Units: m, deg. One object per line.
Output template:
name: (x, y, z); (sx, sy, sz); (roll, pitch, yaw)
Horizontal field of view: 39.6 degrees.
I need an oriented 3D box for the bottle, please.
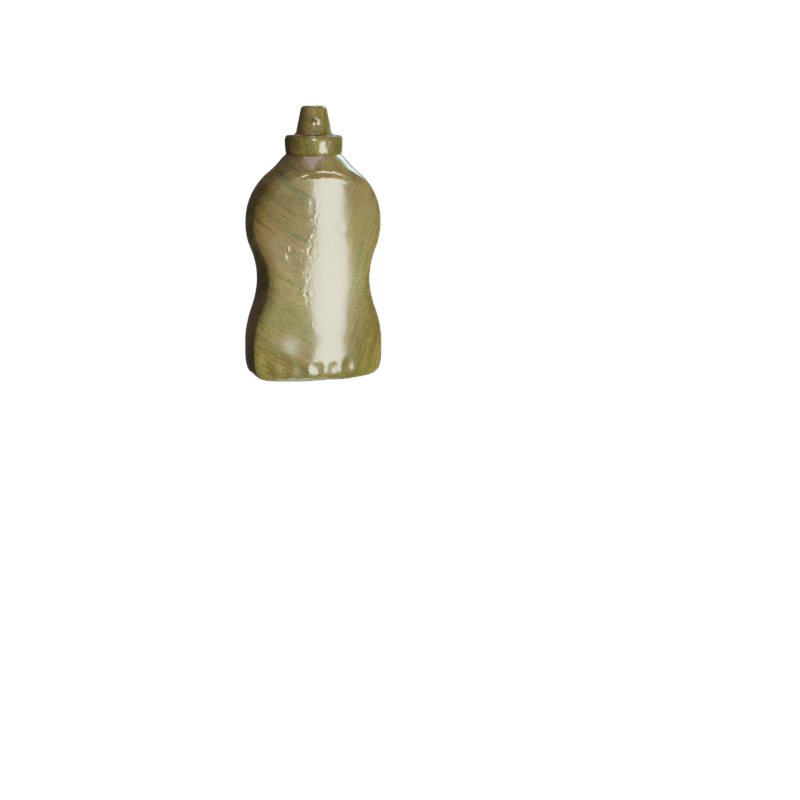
bottle: (-0.061, -0.112, 0.787); (0.094, 0.189, 0.060); (-2, 6, -16)
